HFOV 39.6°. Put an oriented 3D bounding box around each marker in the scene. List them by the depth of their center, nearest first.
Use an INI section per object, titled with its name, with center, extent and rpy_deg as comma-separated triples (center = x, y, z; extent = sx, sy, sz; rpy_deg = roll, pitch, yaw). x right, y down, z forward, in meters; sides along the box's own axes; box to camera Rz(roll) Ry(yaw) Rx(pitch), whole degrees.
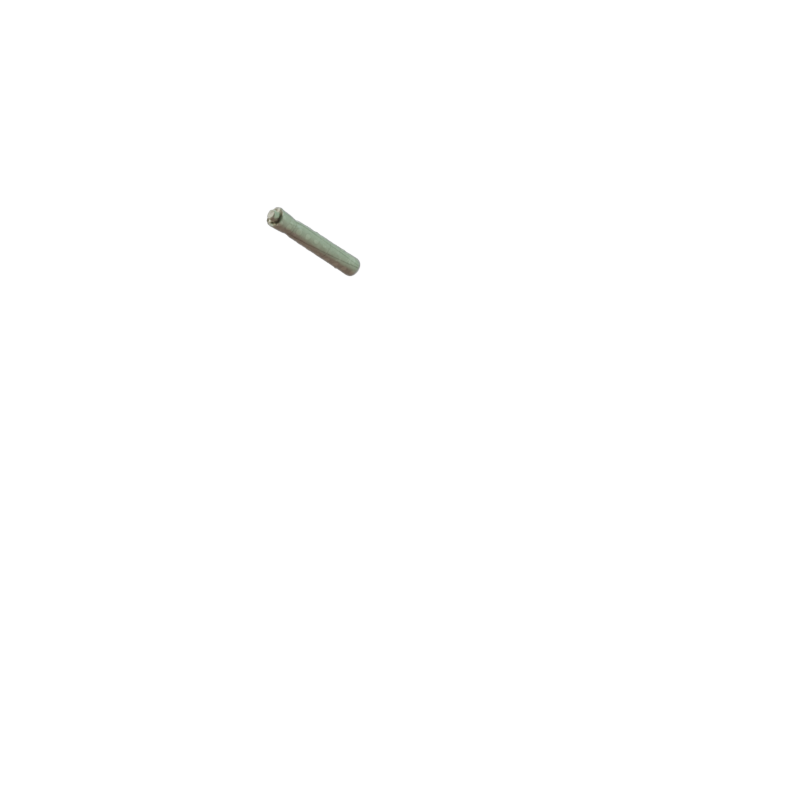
[marker]
center = -0.078, -0.143, 0.999
extent = 0.021, 0.020, 0.113
rpy_deg = 3, -17, 40
